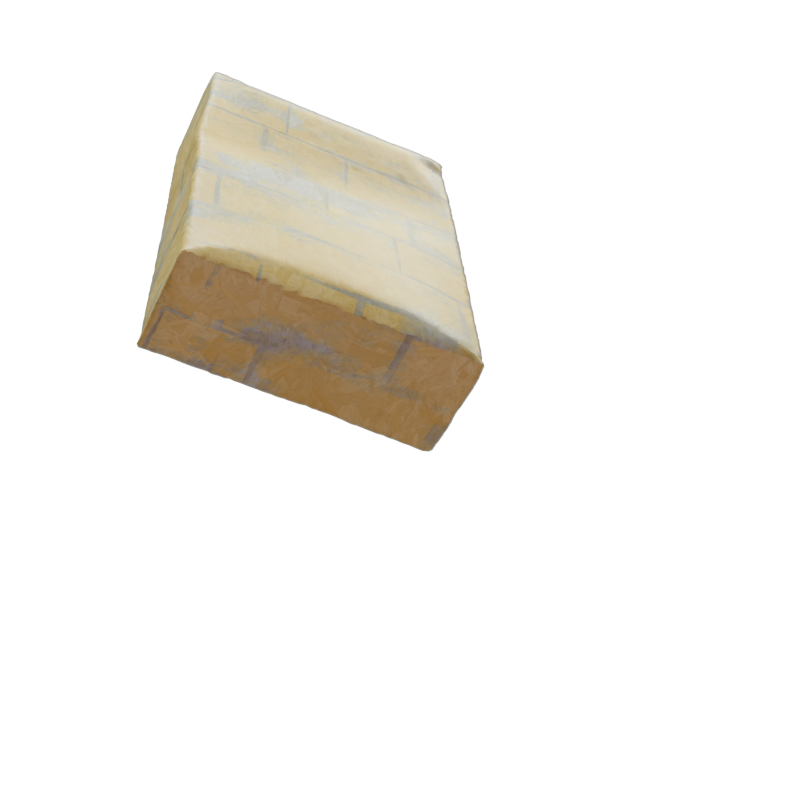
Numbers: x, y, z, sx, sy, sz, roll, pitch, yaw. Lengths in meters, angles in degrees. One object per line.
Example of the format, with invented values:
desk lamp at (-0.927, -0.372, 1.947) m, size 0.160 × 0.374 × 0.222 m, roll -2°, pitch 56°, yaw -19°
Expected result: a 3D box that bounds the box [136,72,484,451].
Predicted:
box at (-0.049, -0.089, 0.624) m, size 0.159 × 0.069 × 0.229 m, roll 19°, pitch 34°, yaw -16°
